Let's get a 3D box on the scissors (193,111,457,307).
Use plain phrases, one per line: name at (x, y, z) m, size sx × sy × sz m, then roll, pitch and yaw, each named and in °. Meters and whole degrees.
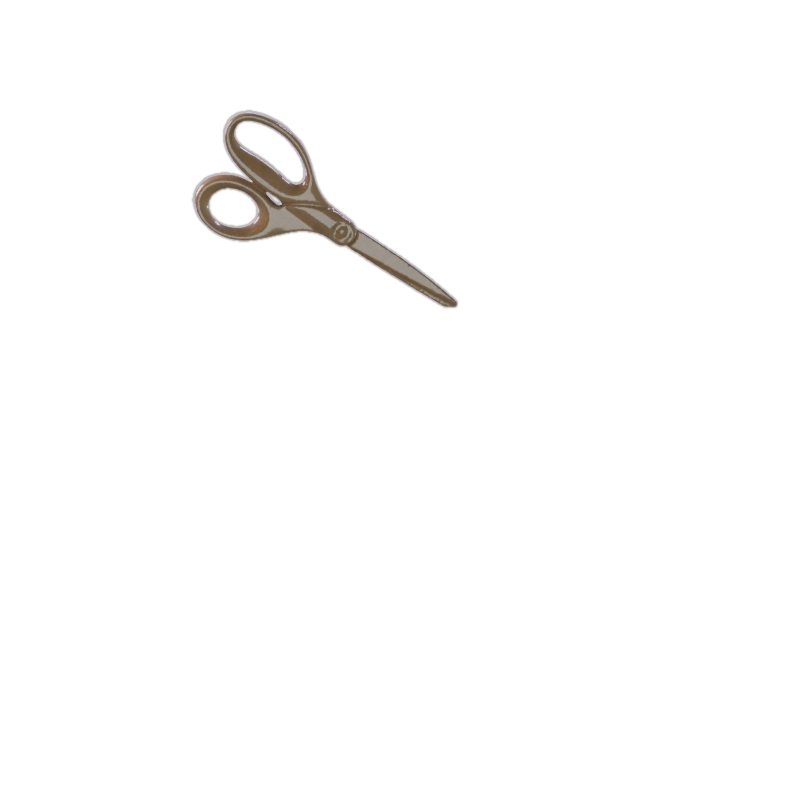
scissors at (-0.060, -0.110, 0.768) m, size 0.096 × 0.197 × 0.016 m, roll -40°, pitch 9°, yaw 7°
